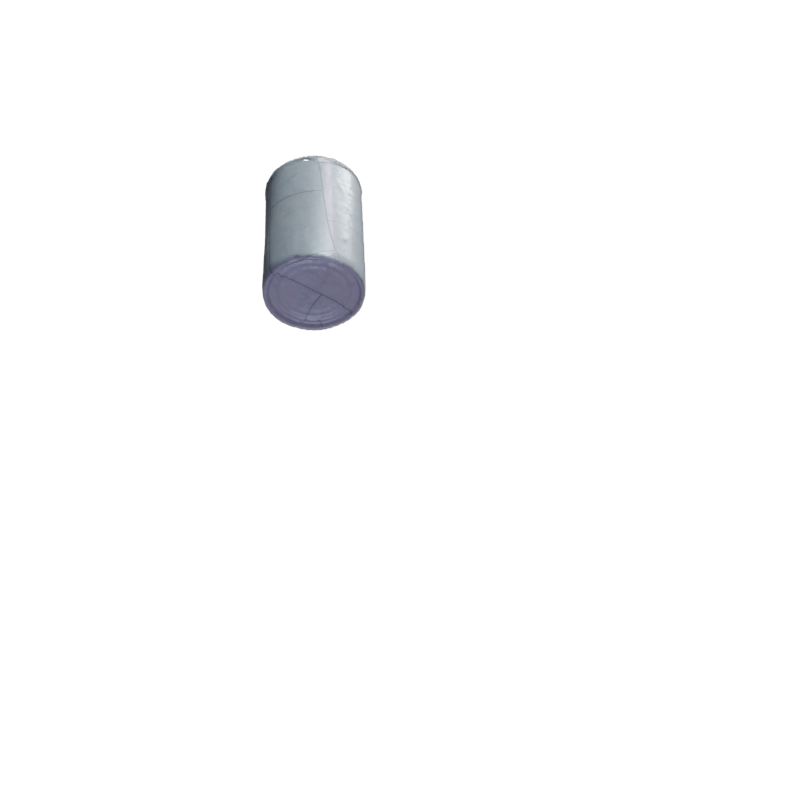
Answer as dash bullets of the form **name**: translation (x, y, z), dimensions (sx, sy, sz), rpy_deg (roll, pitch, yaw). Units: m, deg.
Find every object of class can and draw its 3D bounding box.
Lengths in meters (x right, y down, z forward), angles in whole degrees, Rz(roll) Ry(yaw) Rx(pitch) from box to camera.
- **can**: translation (-0.058, -0.105, 0.737), dimensions (0.068, 0.110, 0.064), rpy_deg (-1, -44, -3)
